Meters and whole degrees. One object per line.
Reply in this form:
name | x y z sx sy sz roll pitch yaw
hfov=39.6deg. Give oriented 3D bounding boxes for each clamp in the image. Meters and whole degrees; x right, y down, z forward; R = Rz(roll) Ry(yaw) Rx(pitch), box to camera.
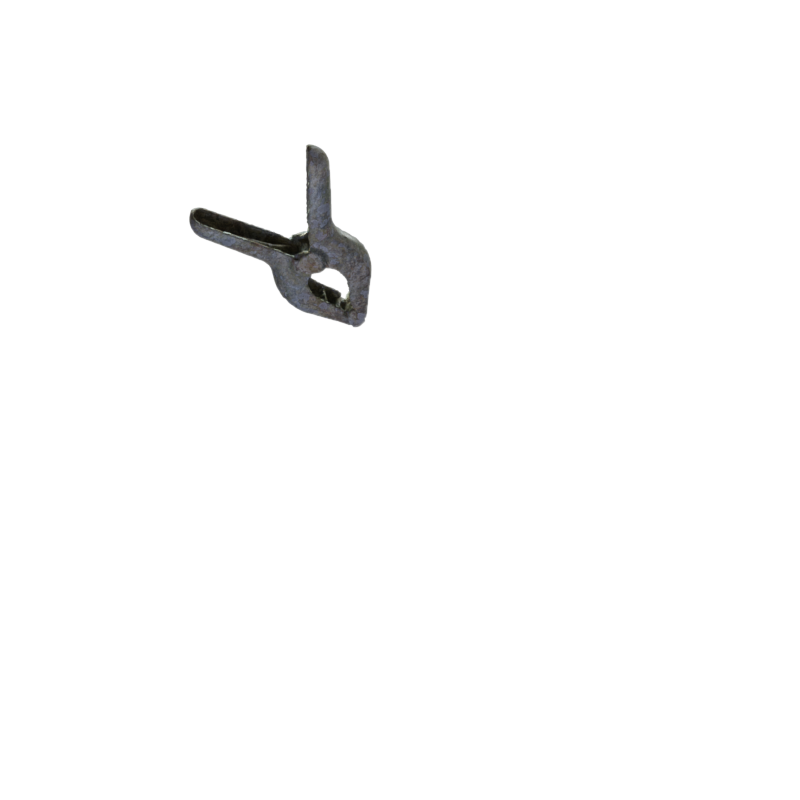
clamp | -0.069 -0.125 0.876 0.120 0.042 0.160 -29 -50 28
